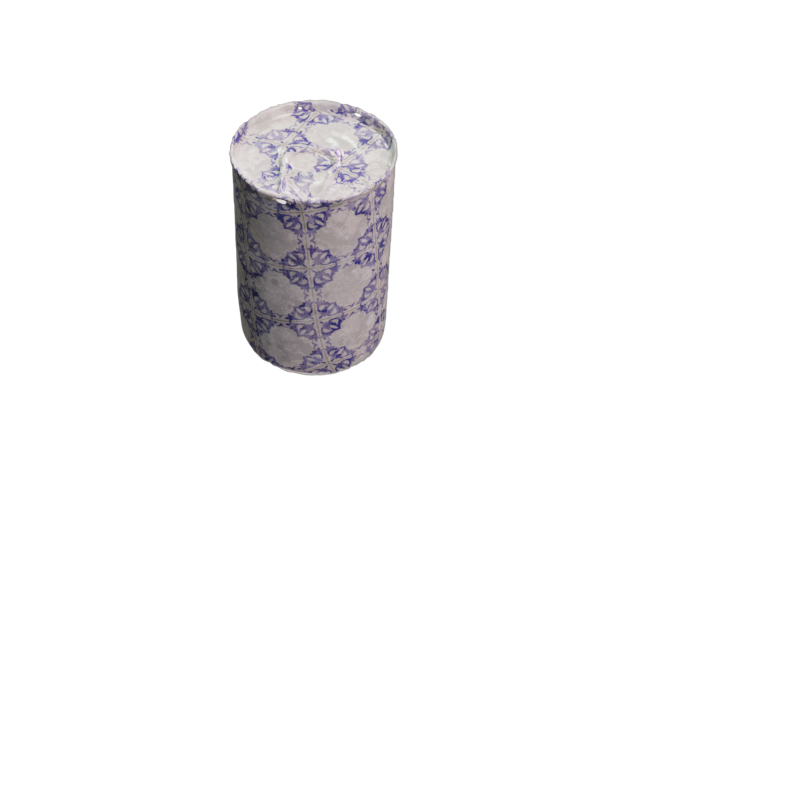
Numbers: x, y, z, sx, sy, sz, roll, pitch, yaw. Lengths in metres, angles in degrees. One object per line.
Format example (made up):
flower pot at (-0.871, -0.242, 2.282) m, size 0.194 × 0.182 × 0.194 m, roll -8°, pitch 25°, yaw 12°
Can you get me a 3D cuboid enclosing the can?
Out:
can at (-0.037, -0.068, 0.479) m, size 0.068 × 0.074 × 0.095 m, roll 0°, pitch -45°, yaw -3°
